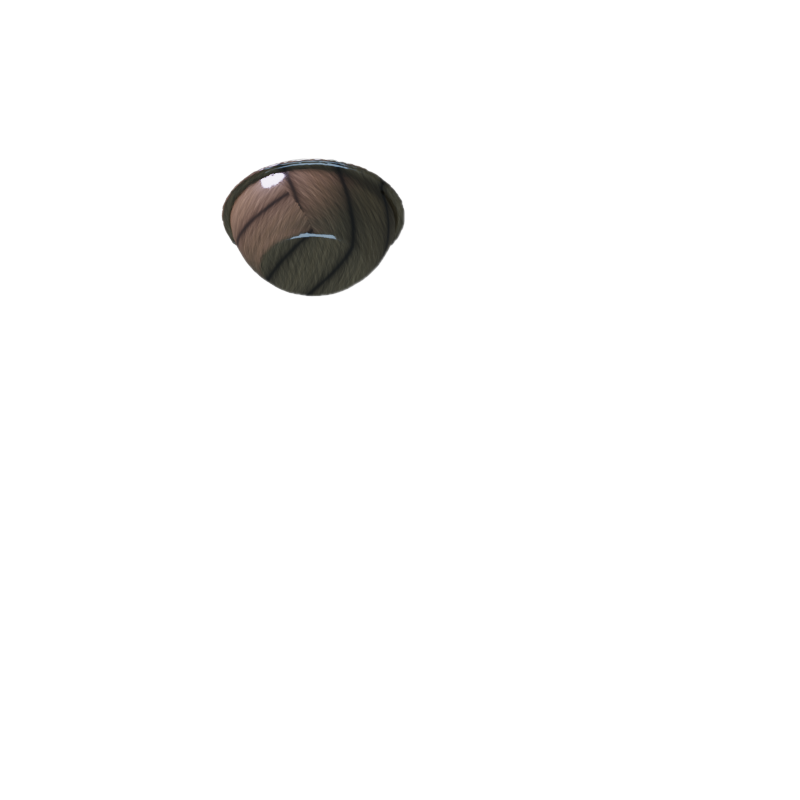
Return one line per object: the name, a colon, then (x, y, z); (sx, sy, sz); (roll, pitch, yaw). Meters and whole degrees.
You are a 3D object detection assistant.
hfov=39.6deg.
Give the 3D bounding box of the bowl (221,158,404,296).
bowl: (-0.076, -0.138, 0.966); (0.162, 0.059, 0.152); (1, -32, -2)
